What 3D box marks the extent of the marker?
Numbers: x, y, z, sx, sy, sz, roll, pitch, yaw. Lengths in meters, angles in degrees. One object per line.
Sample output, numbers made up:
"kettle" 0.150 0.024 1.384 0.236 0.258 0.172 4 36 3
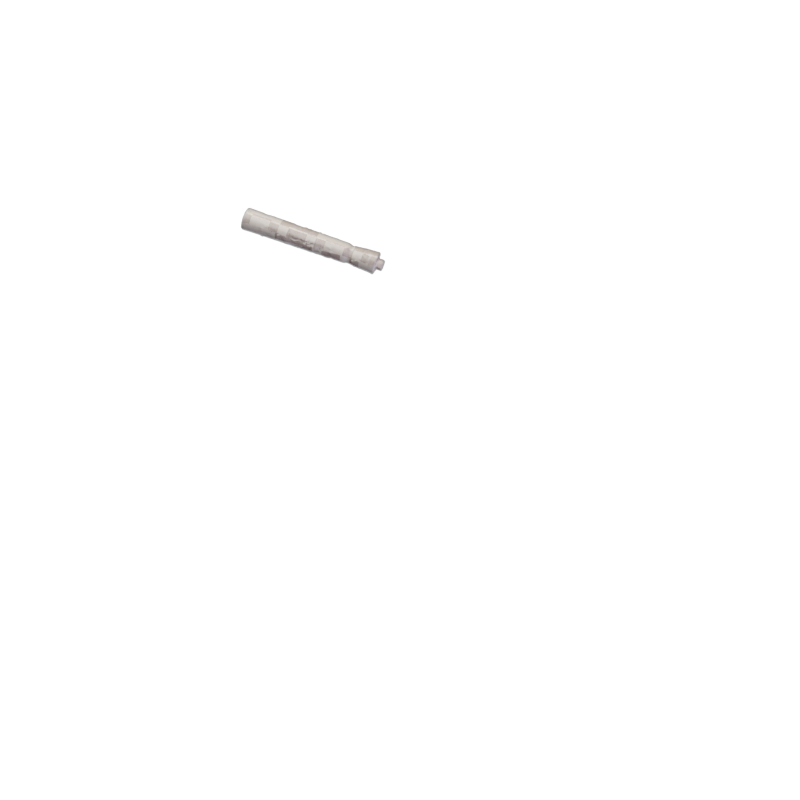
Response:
"marker" -0.071 -0.129 0.904 0.123 0.020 0.020 20 7 9
